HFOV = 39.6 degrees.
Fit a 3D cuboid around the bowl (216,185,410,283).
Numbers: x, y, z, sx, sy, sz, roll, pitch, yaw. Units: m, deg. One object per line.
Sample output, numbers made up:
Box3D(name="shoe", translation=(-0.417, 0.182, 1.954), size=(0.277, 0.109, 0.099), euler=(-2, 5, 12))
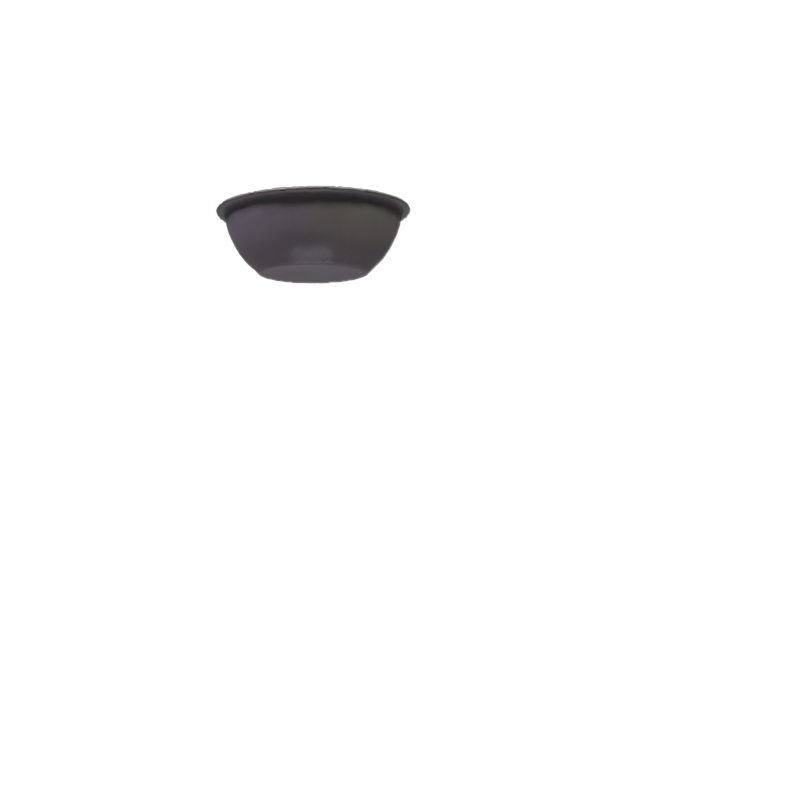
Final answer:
Box3D(name="bowl", translation=(-0.072, -0.131, 0.916), size=(0.162, 0.056, 0.159), euler=(0, -5, -2))
